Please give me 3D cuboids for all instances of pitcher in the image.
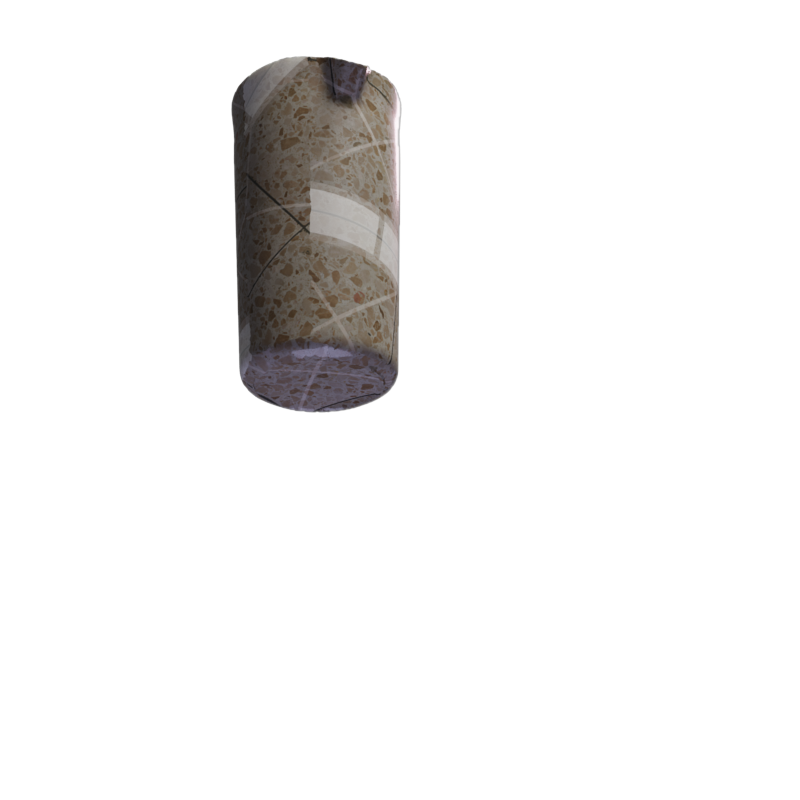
[{"bbox_3d":[-0.064,-0.117,0.816,0.147,0.258,0.138,-12,-30,18],"label":"pitcher"}]
